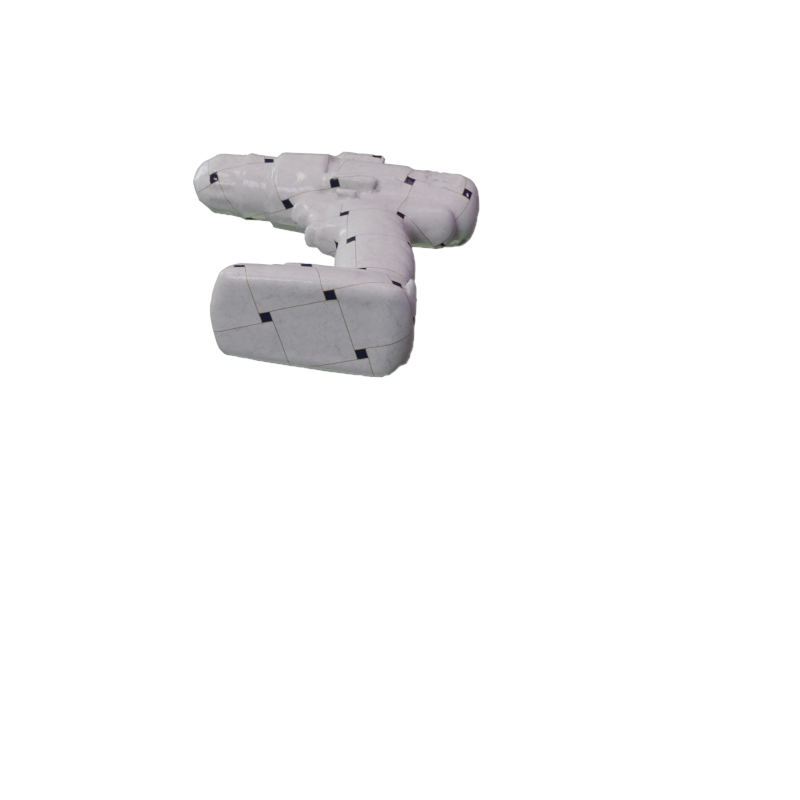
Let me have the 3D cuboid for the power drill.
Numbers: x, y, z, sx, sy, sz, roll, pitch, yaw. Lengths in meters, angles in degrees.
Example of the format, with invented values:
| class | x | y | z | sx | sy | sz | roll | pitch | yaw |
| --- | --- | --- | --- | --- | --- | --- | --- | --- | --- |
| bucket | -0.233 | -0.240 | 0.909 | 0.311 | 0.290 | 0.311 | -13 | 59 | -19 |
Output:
| class | x | y | z | sx | sy | sz | roll | pitch | yaw |
| --- | --- | --- | --- | --- | --- | --- | --- | --- | --- |
| power drill | -0.051 | -0.093 | 0.649 | 0.187 | 0.054 | 0.197 | 5 | 34 | 8 |
